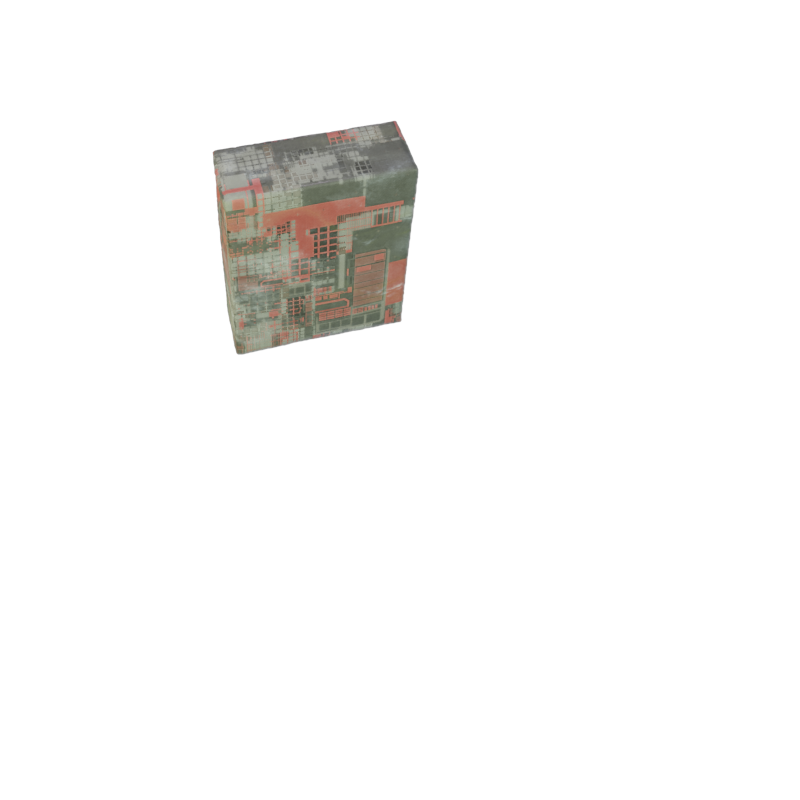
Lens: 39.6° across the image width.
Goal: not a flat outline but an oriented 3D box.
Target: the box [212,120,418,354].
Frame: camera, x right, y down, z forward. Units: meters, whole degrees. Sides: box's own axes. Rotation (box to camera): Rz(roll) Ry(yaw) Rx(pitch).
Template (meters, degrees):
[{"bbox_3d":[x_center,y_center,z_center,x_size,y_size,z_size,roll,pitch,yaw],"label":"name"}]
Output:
[{"bbox_3d":[-0.078,-0.141,0.990,0.163,0.077,0.200,-11,-35,-11],"label":"box"}]
